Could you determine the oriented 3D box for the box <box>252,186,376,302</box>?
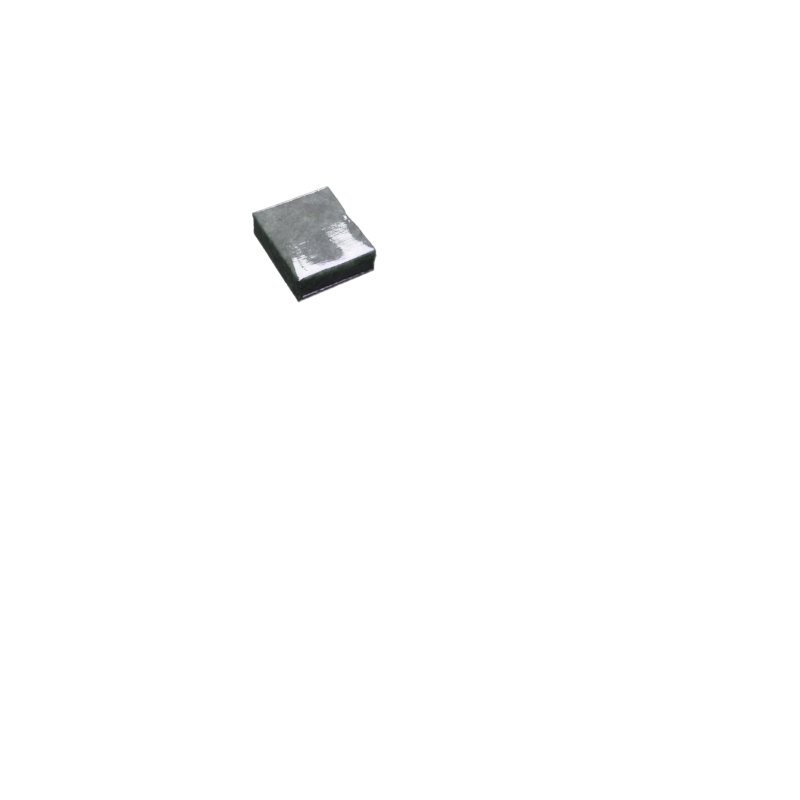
[{"bbox_3d":[-0.073,-0.133,0.929,0.073,0.096,0.028,-23,-36,-18],"label":"box"}]
